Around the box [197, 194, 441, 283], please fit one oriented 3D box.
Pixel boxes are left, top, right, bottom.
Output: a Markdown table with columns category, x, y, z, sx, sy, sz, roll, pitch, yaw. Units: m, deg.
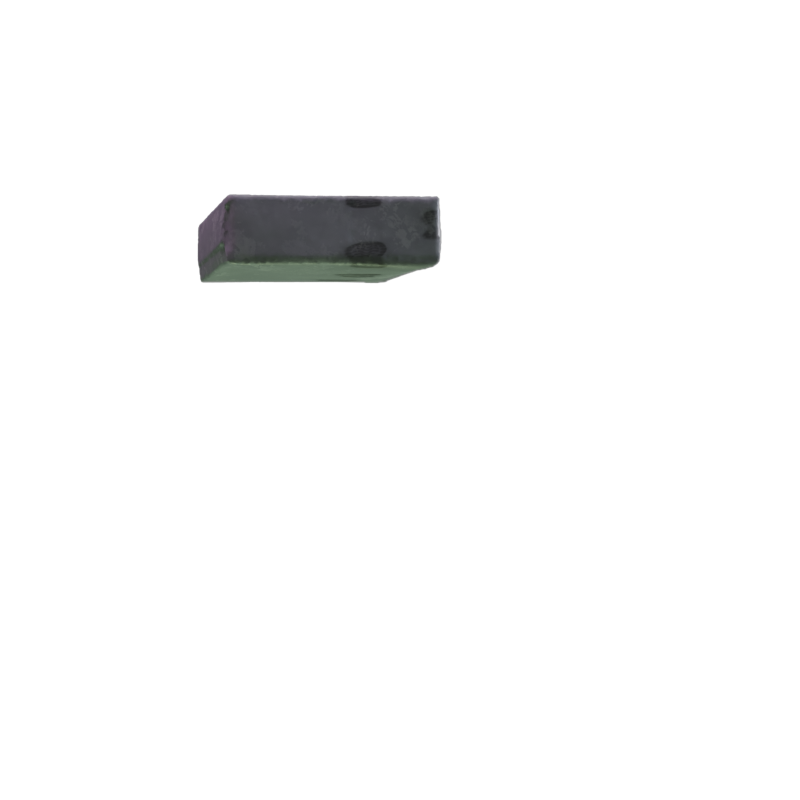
| category | x | y | z | sx | sy | sz | roll | pitch | yaw |
| --- | --- | --- | --- | --- | --- | --- | --- | --- | --- |
| box | -0.046 | -0.084 | 0.586 | 0.111 | 0.039 | 0.091 | 0 | -1 | -16 |
